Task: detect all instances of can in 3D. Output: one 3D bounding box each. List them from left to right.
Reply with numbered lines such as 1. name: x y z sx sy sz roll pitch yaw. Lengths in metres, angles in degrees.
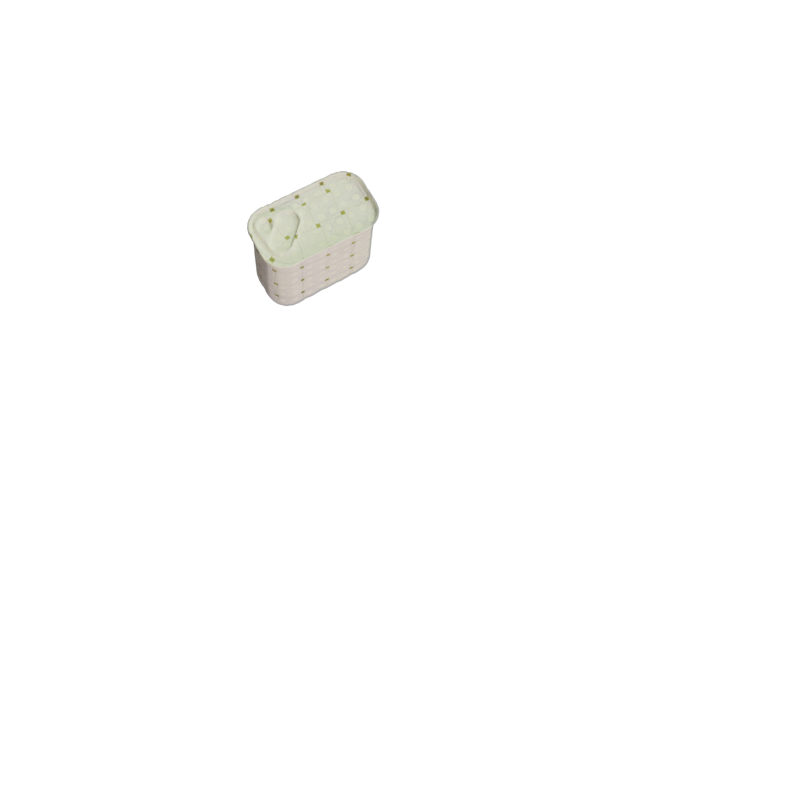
1. can: -0.071 -0.129 0.903 0.102 0.061 0.080 -28 -18 -13
